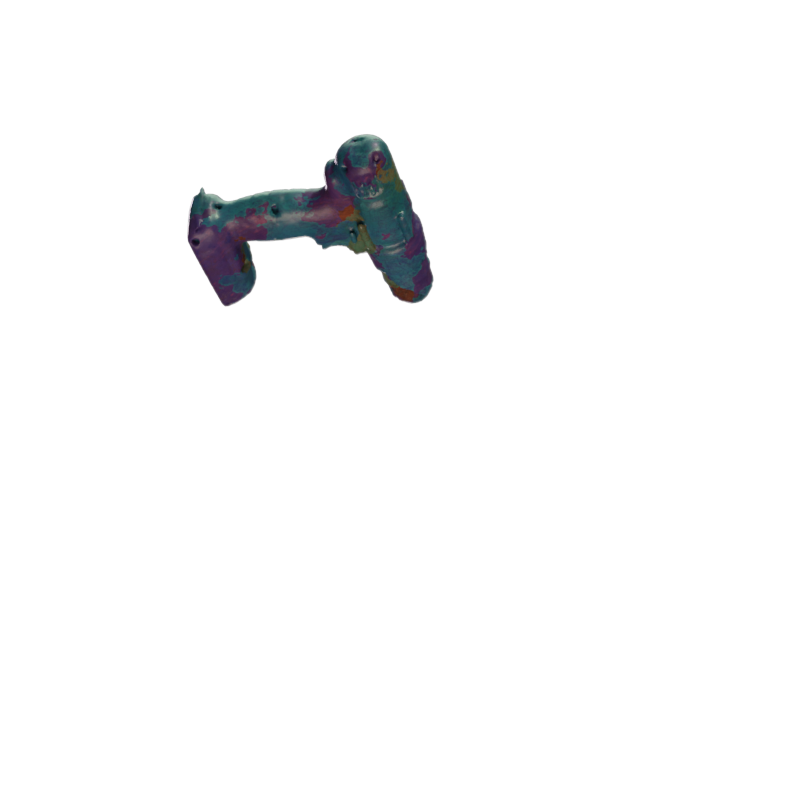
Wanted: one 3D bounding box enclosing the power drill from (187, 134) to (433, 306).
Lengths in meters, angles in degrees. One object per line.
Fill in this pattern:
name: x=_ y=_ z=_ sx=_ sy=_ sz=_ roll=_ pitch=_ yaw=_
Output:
power drill: x=-0.074 y=-0.136 z=0.951 sx=0.189 sy=0.062 sz=0.170 roll=-12 pitch=-44 yaw=12
